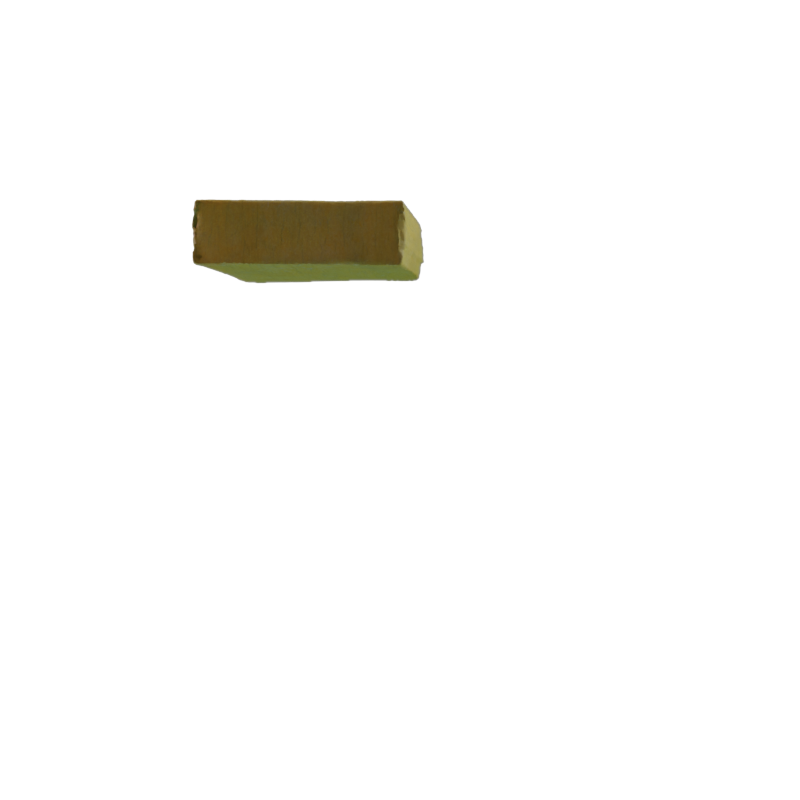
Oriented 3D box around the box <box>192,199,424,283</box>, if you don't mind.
[{"bbox_3d":[-0.048,-0.087,0.607,0.115,0.039,0.088,0,-1,9],"label":"box"}]
